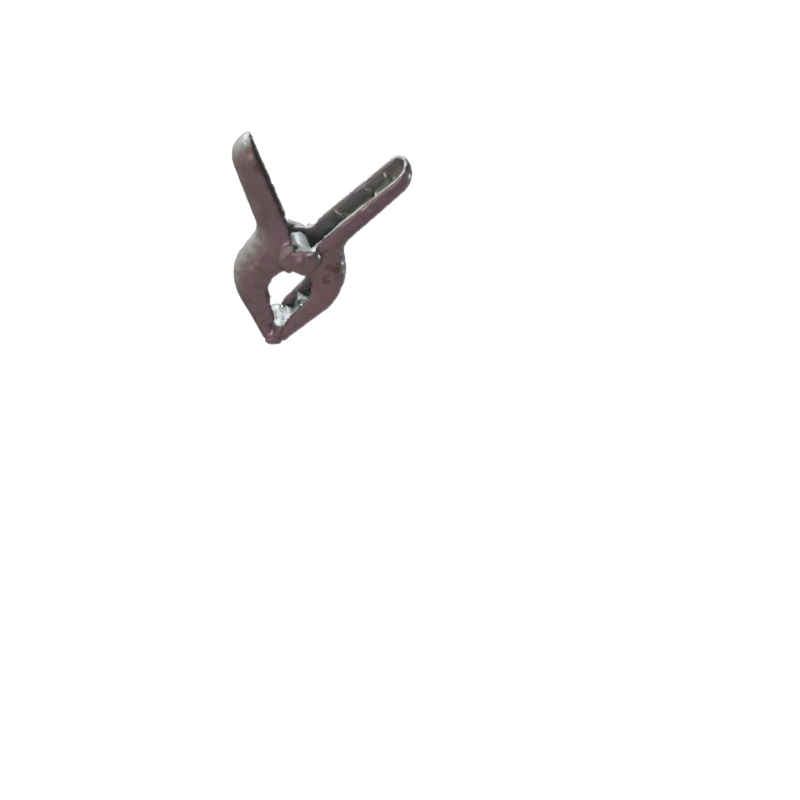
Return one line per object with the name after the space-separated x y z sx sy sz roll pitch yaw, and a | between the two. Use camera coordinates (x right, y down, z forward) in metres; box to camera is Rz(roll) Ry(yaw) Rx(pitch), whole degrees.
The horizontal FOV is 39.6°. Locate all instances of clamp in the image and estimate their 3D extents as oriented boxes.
-0.060 -0.109 0.766 0.119 0.161 0.042 6 44 -6 | clamp
